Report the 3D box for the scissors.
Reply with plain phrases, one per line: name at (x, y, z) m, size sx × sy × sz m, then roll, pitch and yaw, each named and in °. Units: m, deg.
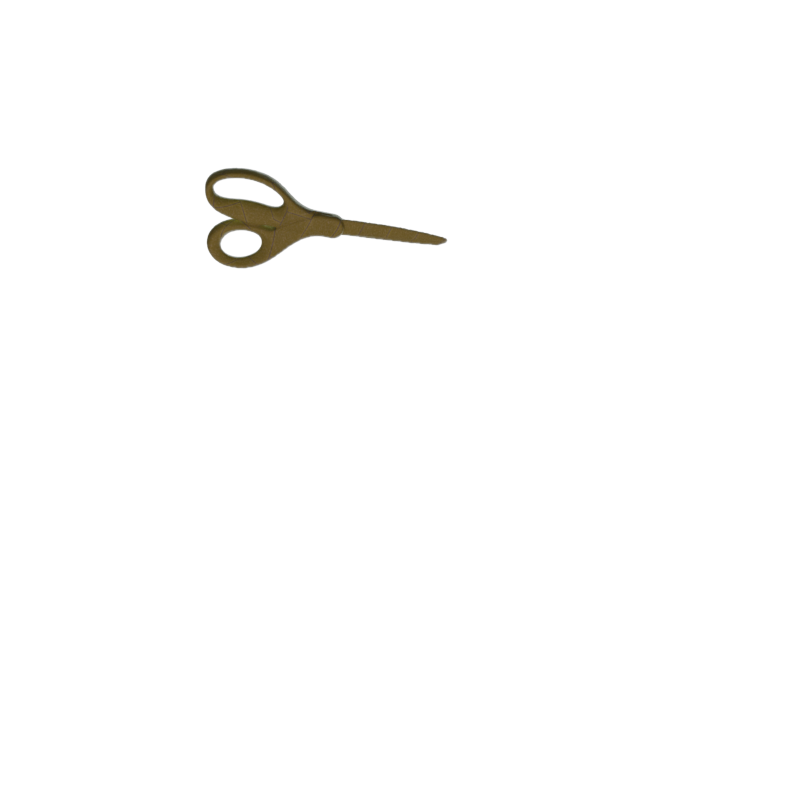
scissors at (-0.072, -0.131, 0.917) m, size 0.197 × 0.093 × 0.017 m, roll 21°, pitch 29°, yaw -12°
